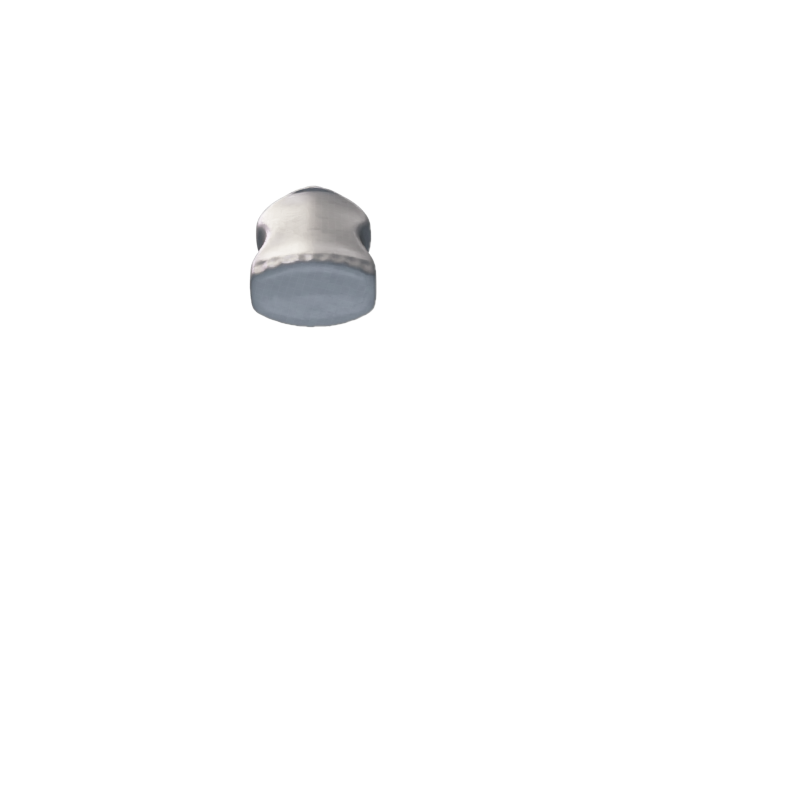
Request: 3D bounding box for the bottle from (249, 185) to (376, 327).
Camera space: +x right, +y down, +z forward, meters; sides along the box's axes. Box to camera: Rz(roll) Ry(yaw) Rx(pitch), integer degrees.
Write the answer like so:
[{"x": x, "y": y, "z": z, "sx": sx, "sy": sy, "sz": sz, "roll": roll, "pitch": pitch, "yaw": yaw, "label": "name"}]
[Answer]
[{"x": -0.072, "y": -0.130, "z": 0.915, "sx": 0.096, "sy": 0.055, "sz": 0.204, "roll": -3, "pitch": 31, "yaw": -2, "label": "bottle"}]
